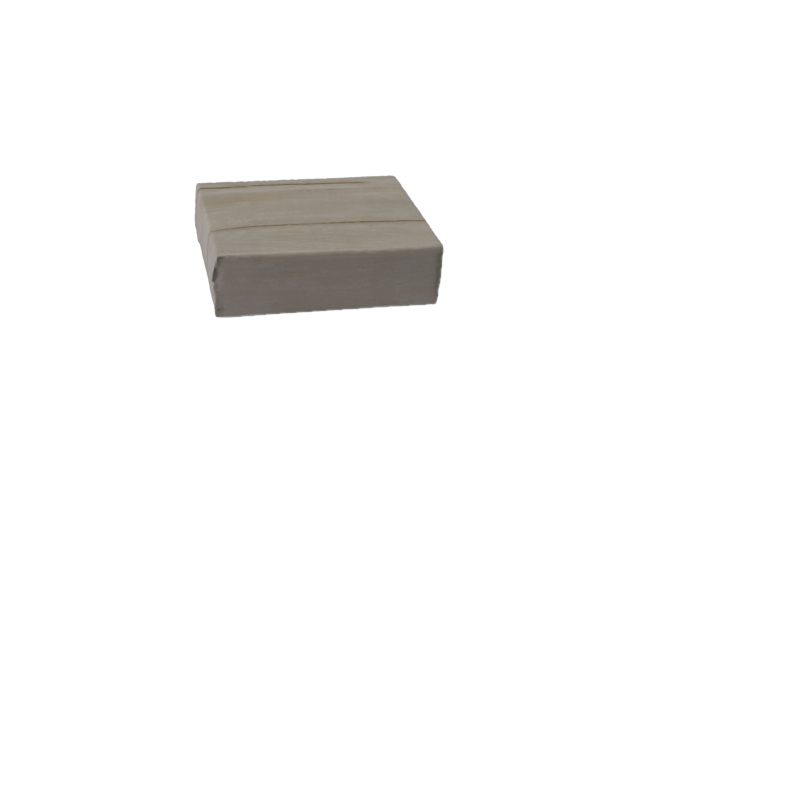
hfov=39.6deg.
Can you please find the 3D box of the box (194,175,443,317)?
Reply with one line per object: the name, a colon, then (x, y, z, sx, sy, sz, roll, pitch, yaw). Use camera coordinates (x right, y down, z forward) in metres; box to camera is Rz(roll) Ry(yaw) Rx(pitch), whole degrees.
box: (-0.044, -0.081, 0.564, 0.112, 0.037, 0.096, -7, 31, -11)
